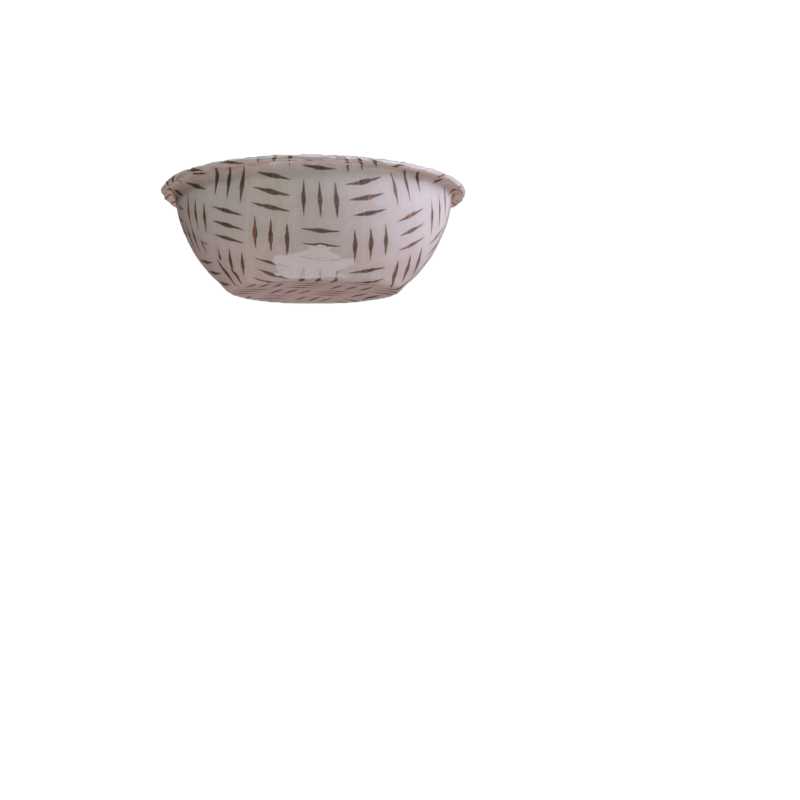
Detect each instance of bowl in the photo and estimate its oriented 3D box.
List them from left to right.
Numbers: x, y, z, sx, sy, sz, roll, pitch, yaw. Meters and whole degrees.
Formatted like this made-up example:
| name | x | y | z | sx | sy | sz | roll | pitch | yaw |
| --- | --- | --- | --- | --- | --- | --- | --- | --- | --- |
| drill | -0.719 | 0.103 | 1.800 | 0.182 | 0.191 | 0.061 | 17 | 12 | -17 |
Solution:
| name | x | y | z | sx | sy | sz | roll | pitch | yaw |
| --- | --- | --- | --- | --- | --- | --- | --- | --- | --- |
| bowl | -0.046 | -0.084 | 0.588 | 0.162 | 0.056 | 0.159 | 0 | -4 | -2 |
